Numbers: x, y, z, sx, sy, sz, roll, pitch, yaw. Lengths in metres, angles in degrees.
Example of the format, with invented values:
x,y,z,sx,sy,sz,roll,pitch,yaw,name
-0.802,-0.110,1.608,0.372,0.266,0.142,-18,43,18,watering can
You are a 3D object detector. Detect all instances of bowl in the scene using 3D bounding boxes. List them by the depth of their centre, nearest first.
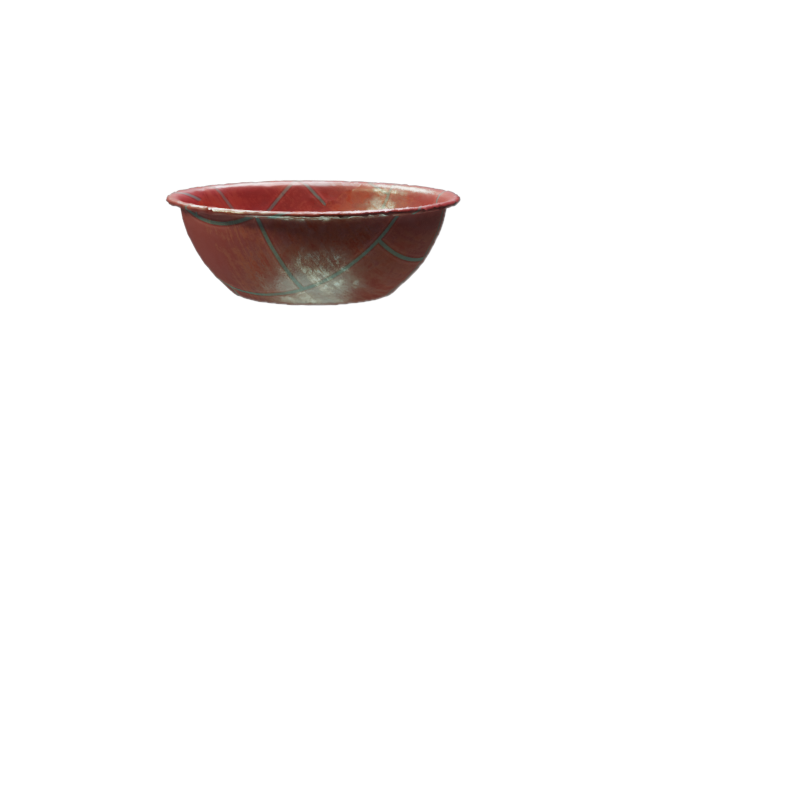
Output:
x,y,z,sx,sy,sz,roll,pitch,yaw,name
-0.048,-0.088,0.616,0.162,0.054,0.167,0,15,-2,bowl
